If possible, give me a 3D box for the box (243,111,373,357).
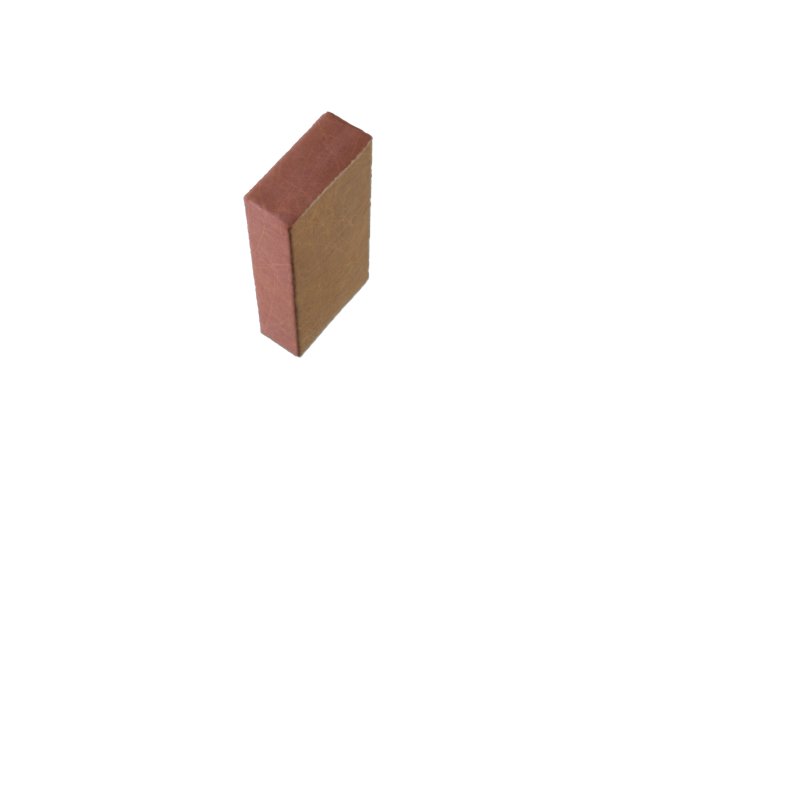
[{"bbox_3d":[-0.061,-0.112,0.785,0.050,0.095,0.166,33,-24,12],"label":"box"}]
